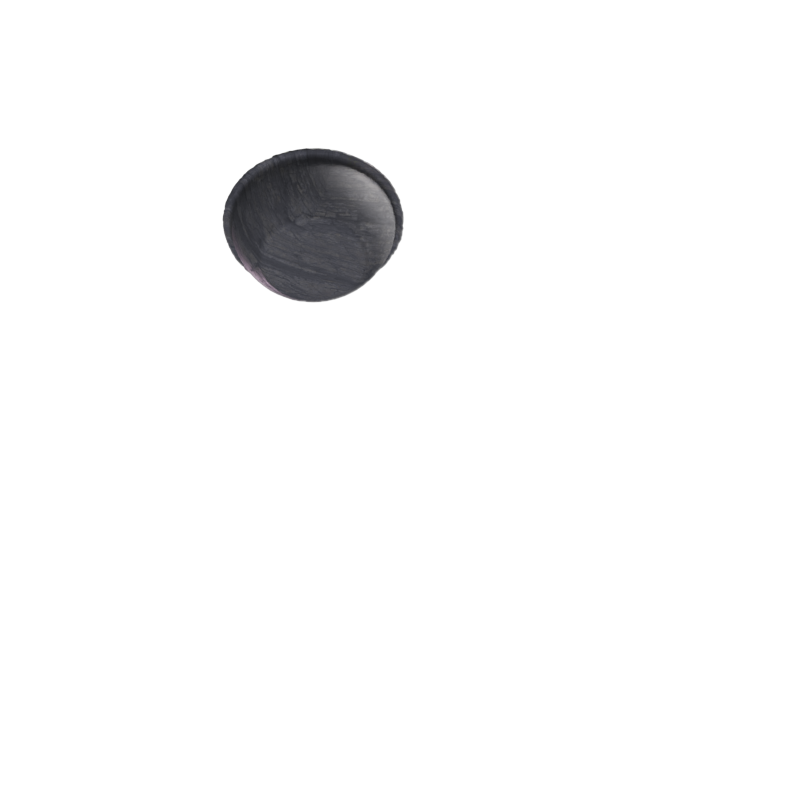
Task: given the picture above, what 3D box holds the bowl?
[{"bbox_3d":[-0.076,-0.138,0.968,0.162,0.151,0.059,1,42,-1],"label":"bowl"}]
